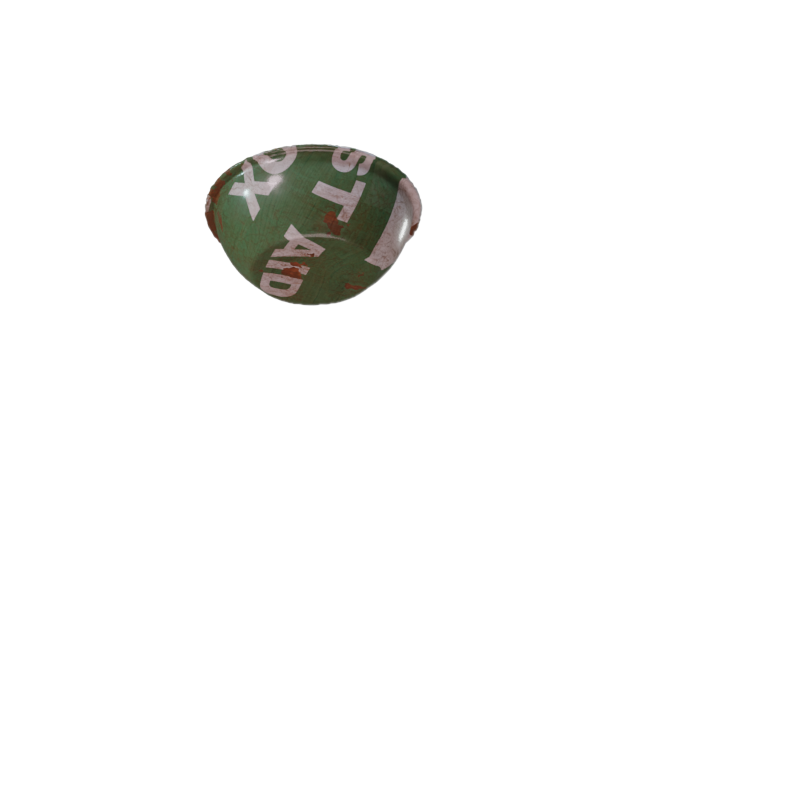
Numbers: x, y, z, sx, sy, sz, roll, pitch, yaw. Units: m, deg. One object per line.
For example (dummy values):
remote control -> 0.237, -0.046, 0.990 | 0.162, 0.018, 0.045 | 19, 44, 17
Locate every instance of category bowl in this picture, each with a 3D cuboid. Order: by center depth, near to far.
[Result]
bowl -> -0.064, -0.116, 0.811 | 0.162, 0.059, 0.152 | 1, -30, -2
